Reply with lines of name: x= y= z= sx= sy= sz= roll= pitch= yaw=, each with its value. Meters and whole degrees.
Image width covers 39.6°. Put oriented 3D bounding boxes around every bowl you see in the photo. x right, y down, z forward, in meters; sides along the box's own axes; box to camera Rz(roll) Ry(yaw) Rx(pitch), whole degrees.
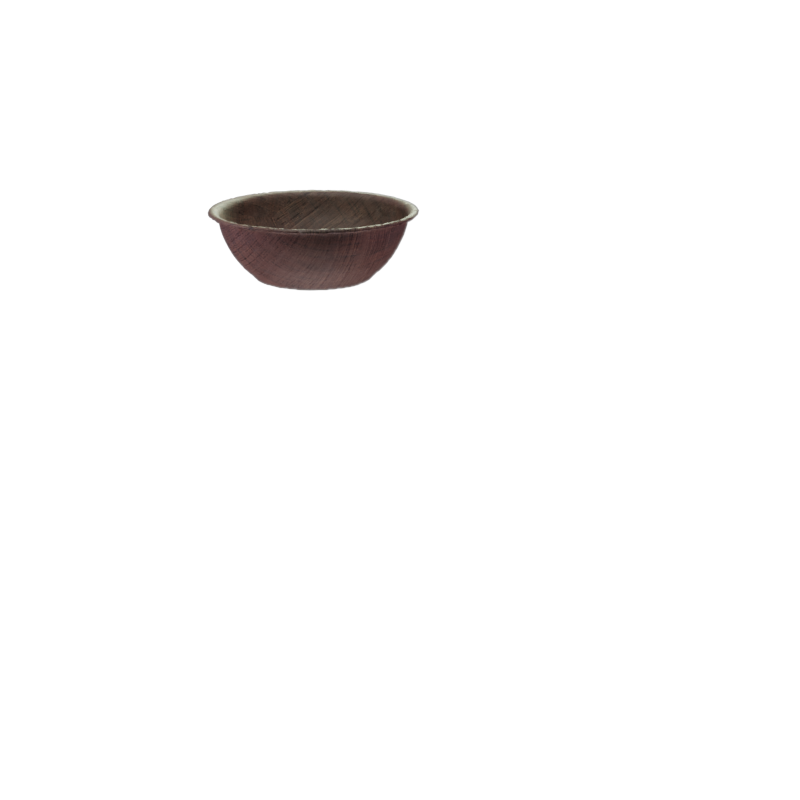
bowl: x=-0.067 y=-0.123 z=0.858 sx=0.162 sy=0.053 sz=0.169 roll=-1 pitch=19 yaw=-2
